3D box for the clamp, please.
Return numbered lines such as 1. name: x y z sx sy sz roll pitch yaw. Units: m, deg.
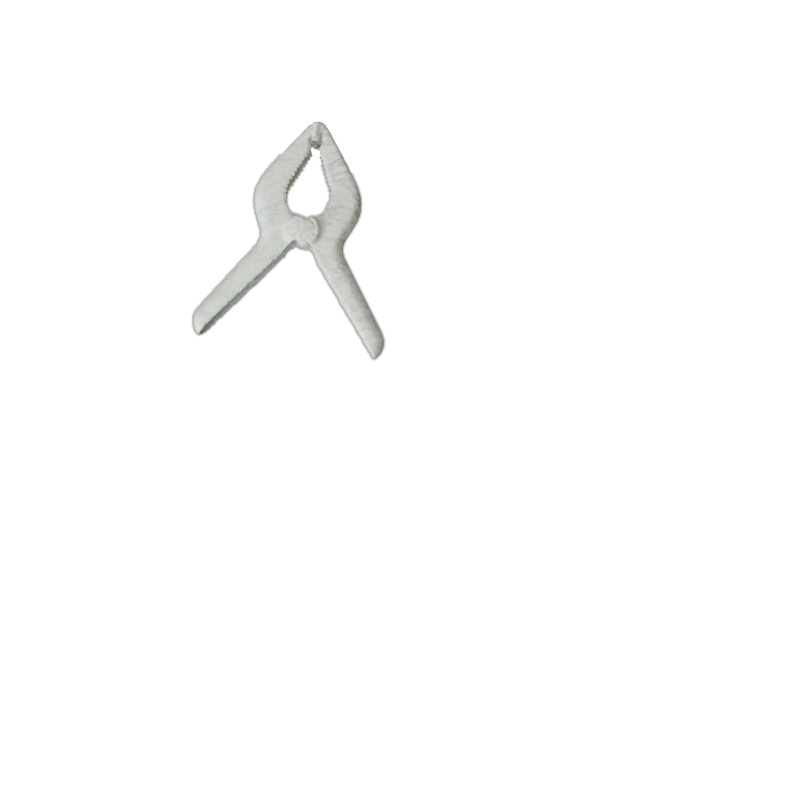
1. clamp: -0.076 -0.139 0.971 0.165 0.216 0.035 14 -13 3
